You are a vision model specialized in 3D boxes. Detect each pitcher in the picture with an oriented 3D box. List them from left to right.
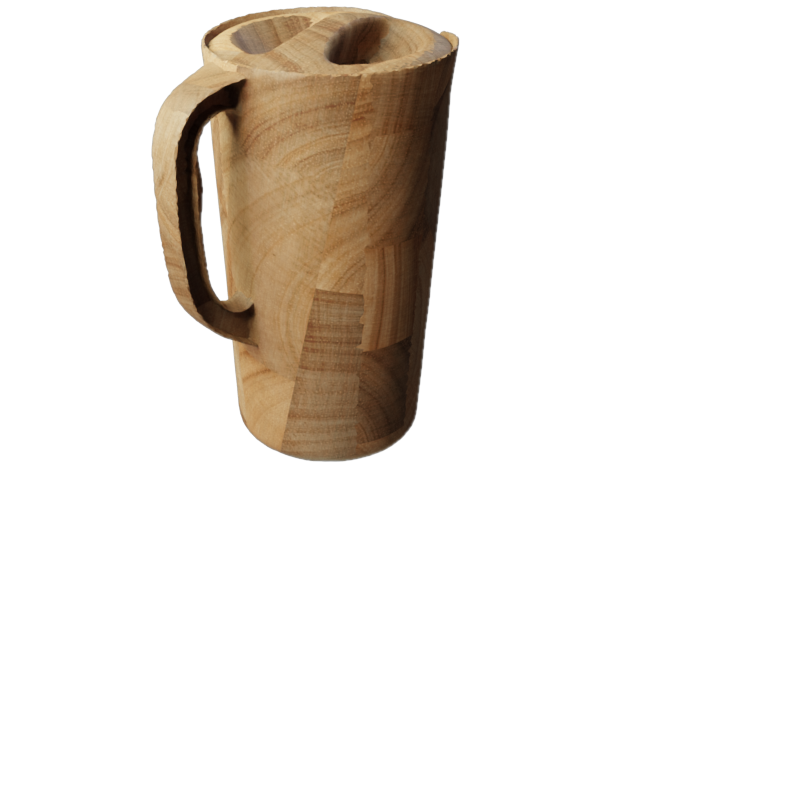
[{"bbox_3d":[-0.048,-0.088,0.617,0.150,0.230,0.153,2,28,1],"label":"pitcher"}]
